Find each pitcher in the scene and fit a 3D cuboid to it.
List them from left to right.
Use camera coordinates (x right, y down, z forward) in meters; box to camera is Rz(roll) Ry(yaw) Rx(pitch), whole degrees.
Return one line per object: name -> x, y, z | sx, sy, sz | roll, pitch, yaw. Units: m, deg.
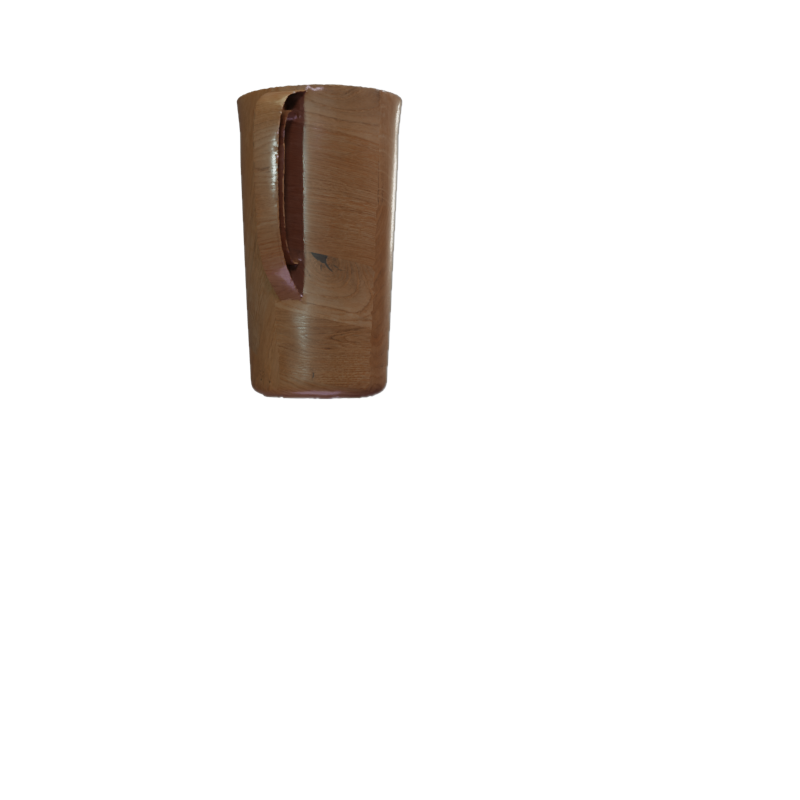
pitcher -> -0.069, -0.125, 0.875 | 0.144, 0.246, 0.148 | 1, -3, -27
